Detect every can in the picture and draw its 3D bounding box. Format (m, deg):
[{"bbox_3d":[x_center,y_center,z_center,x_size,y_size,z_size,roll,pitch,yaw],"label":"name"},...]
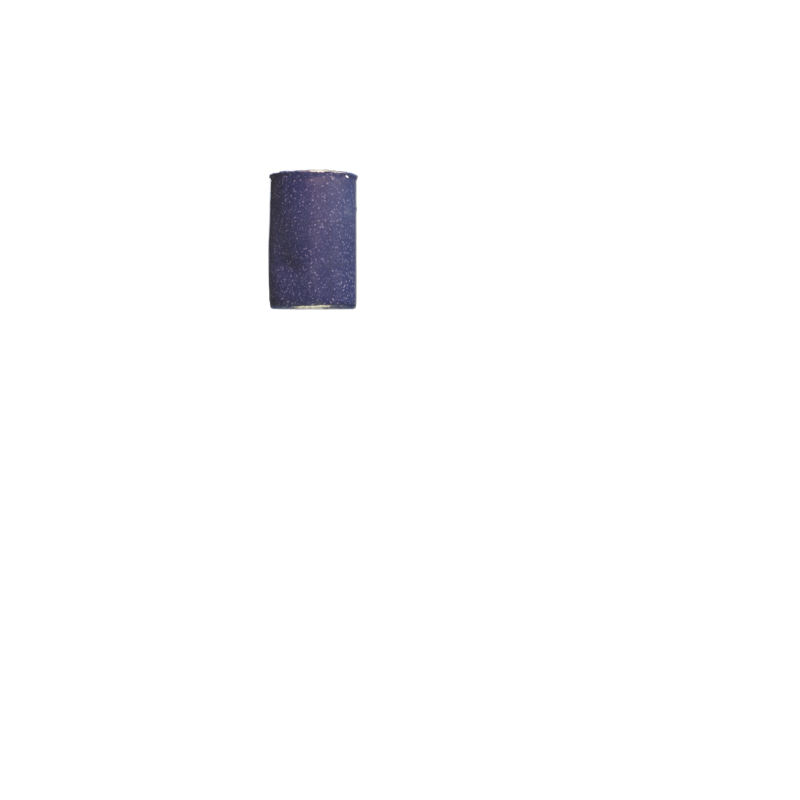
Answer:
[{"bbox_3d":[-0.066,-0.120,0.844,0.068,0.103,0.068,0,-2,-2],"label":"can"}]
